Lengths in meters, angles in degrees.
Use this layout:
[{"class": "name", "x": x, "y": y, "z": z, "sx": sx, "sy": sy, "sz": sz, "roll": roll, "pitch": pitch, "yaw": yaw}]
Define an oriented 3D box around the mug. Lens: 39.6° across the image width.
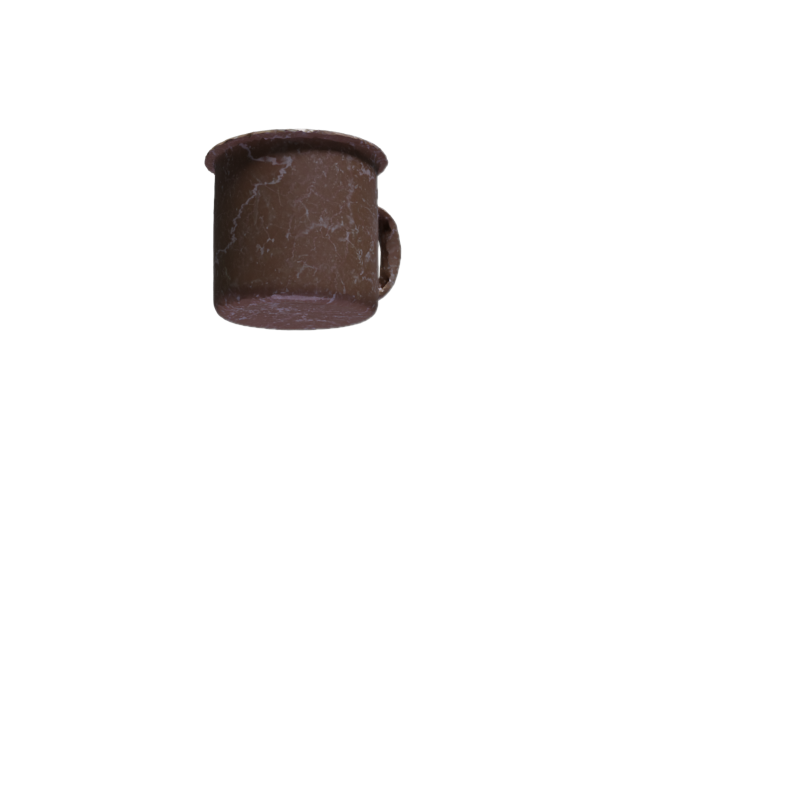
[{"class": "mug", "x": -0.044, "y": -0.080, "z": 0.561, "sx": 0.095, "sy": 0.084, "sz": 0.111, "roll": -11, "pitch": -14, "yaw": 43}]
